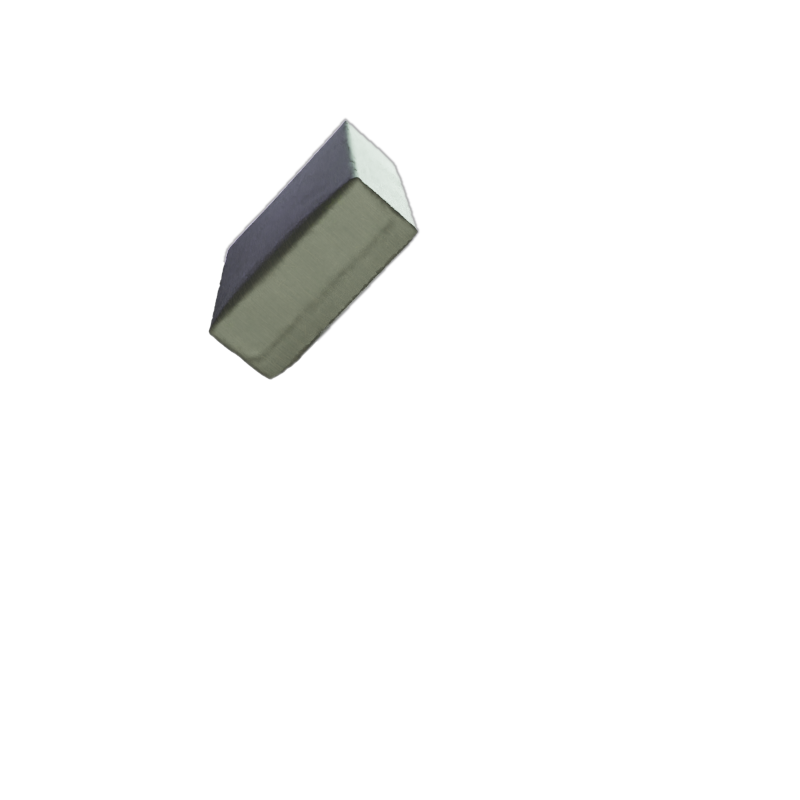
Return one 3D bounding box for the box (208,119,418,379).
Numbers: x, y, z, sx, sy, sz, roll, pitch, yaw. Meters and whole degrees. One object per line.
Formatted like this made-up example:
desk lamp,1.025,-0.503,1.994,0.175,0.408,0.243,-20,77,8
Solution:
box,-0.071,-0.129,0.906,0.069,0.162,0.224,41,14,-18
